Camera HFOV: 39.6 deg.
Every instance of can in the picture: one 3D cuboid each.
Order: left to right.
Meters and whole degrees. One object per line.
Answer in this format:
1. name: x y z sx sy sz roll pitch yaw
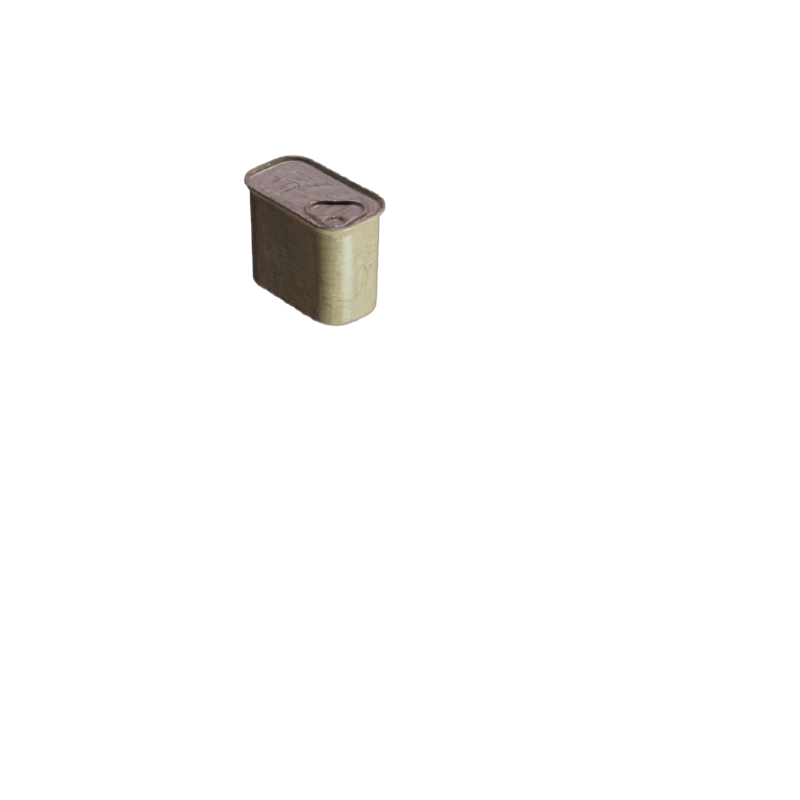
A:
1. can: -0.060 -0.109 0.767 0.057 0.078 0.109 -28 46 -35
